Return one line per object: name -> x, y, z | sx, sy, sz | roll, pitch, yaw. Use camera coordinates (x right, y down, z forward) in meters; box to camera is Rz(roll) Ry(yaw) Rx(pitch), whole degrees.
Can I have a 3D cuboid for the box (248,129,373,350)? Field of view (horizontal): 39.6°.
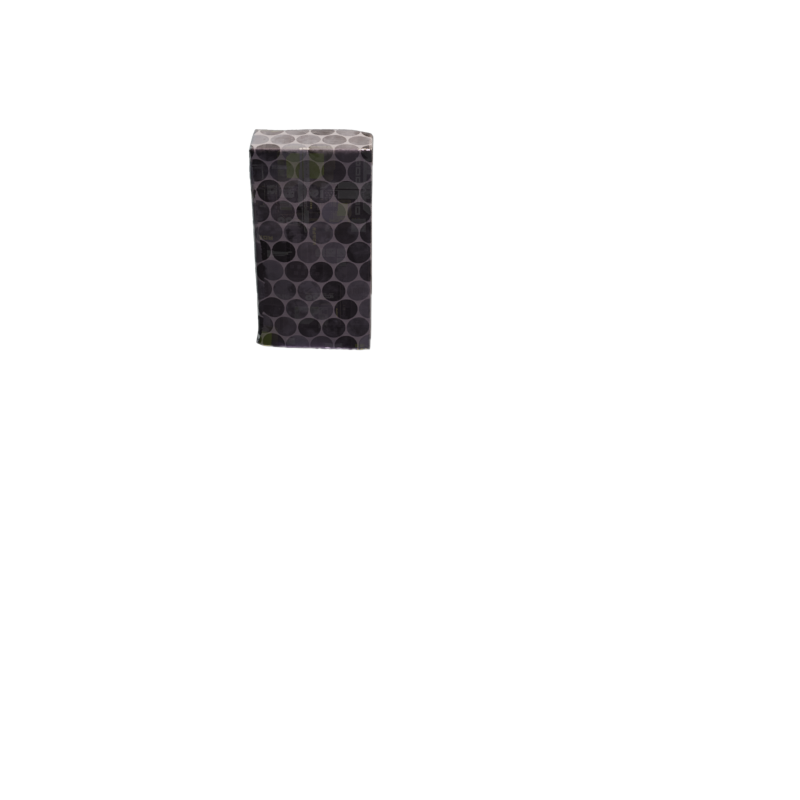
box -> -0.067, -0.123, 0.864 | 0.094, 0.166, 0.051 | 3, 28, 1
